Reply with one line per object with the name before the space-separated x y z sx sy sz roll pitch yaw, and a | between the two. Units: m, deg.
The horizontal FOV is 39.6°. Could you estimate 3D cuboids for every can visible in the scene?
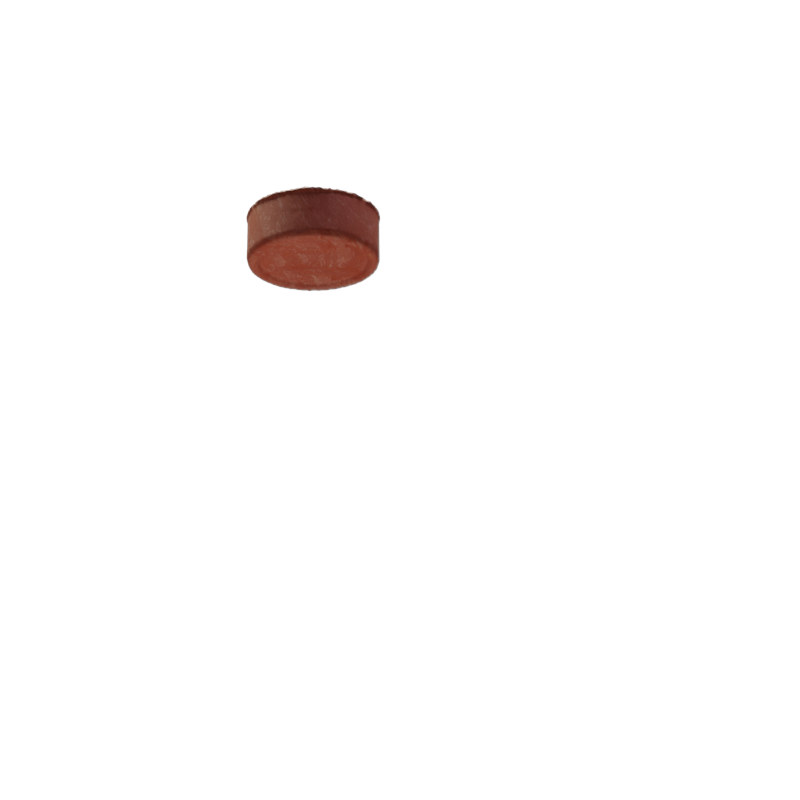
can | -0.055 -0.101 0.706 0.086 0.035 0.082 0 -20 -2
